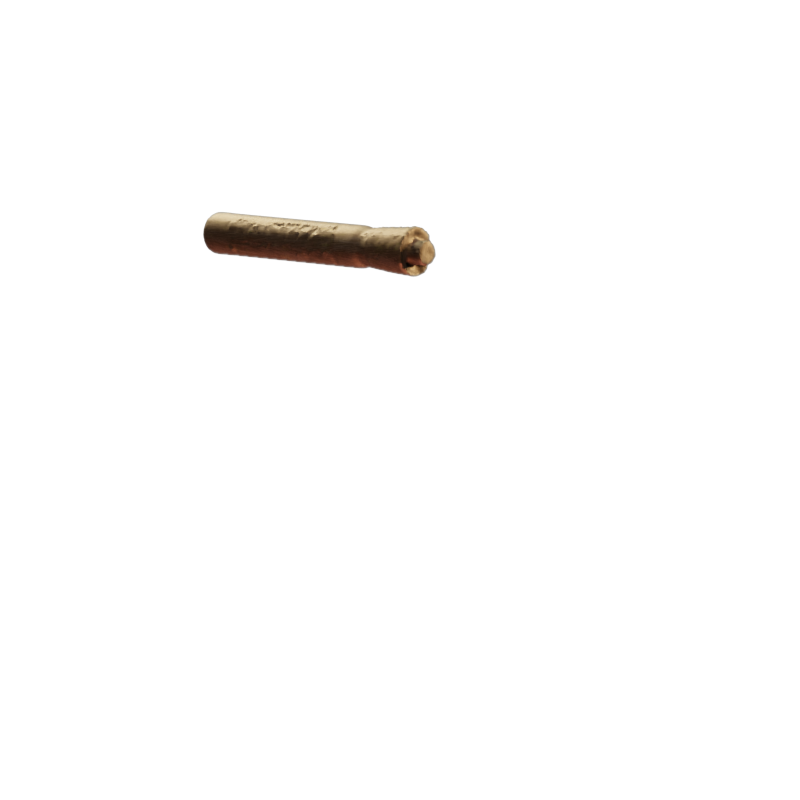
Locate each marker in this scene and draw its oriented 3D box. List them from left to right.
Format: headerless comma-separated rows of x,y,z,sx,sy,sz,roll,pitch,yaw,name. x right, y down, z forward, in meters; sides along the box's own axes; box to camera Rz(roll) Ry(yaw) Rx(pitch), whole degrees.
-0.035,-0.064,0.449,0.127,0.019,0.019,13,11,43,marker
